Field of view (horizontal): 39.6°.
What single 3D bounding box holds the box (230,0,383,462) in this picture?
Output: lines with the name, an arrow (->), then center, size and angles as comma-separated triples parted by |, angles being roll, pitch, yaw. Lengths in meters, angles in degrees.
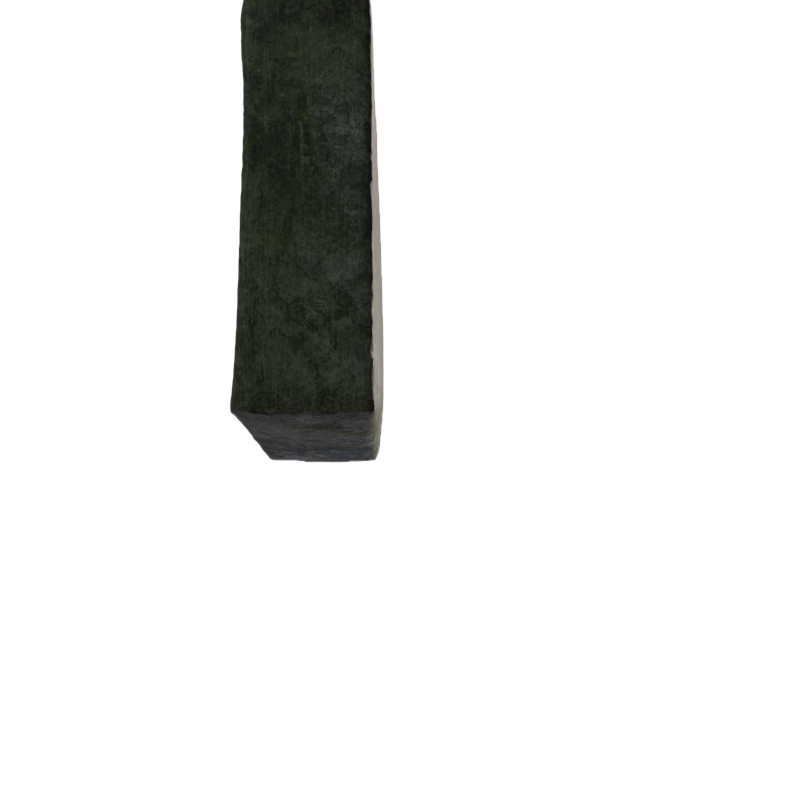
box -> -0.046, -0.084, 0.587 | 0.072, 0.222, 0.158 | -1, -15, 0
